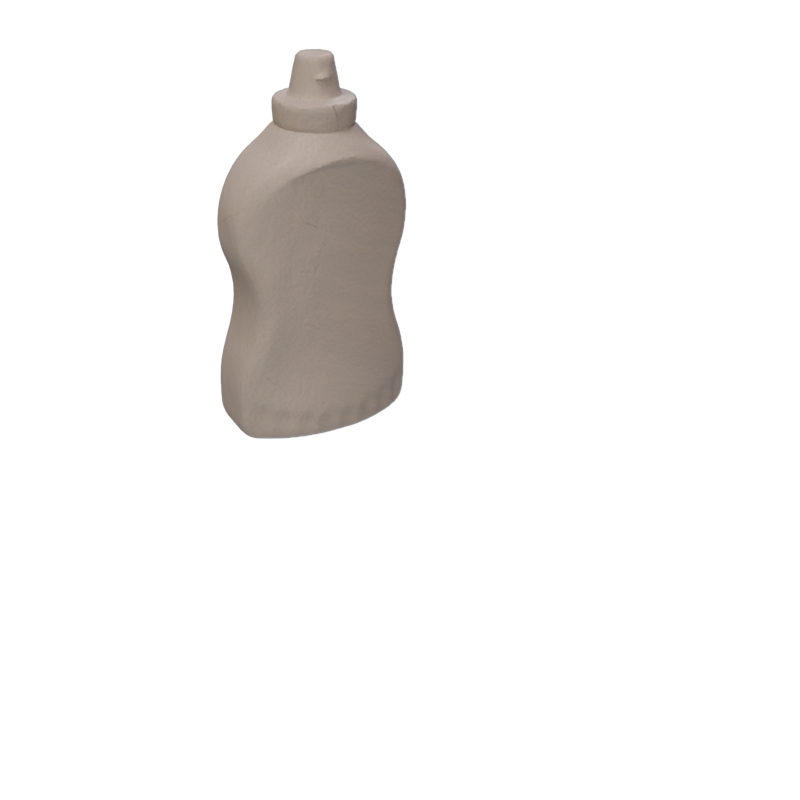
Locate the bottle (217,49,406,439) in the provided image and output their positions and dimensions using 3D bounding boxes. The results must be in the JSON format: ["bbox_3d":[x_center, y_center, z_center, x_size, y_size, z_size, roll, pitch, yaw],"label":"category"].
[{"bbox_3d":[-0.043,-0.079,0.555,0.094,0.182,0.062,-10,26,-25],"label":"bottle"}]
